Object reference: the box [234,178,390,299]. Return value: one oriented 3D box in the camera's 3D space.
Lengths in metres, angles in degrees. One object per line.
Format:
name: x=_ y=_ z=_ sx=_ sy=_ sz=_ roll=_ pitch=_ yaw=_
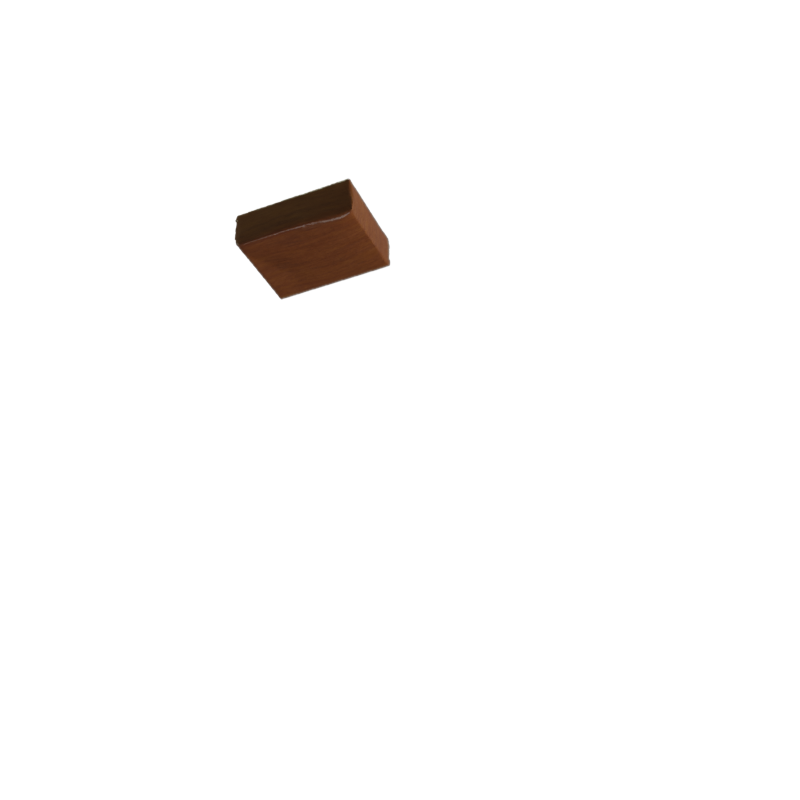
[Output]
box: x=-0.077 y=-0.140 z=0.981 sx=0.115 sy=0.042 sz=0.083 roll=-14 pitch=-36 yaw=19
